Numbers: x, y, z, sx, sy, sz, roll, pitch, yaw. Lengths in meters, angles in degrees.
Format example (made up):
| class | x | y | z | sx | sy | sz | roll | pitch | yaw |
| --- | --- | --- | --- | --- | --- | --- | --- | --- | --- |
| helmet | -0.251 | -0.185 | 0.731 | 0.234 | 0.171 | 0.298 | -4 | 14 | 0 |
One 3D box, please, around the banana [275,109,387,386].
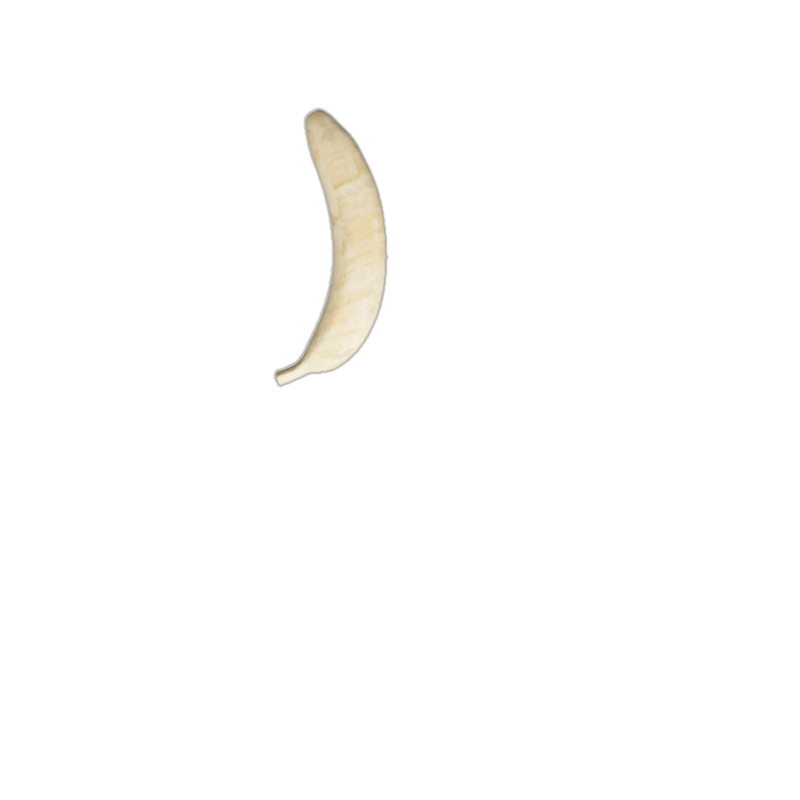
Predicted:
| class | x | y | z | sx | sy | sz | roll | pitch | yaw |
| --- | --- | --- | --- | --- | --- | --- | --- | --- | --- |
| banana | -0.043 | -0.105 | 0.776 | 0.070 | 0.201 | 0.036 | 7 | -6 | 0 |
